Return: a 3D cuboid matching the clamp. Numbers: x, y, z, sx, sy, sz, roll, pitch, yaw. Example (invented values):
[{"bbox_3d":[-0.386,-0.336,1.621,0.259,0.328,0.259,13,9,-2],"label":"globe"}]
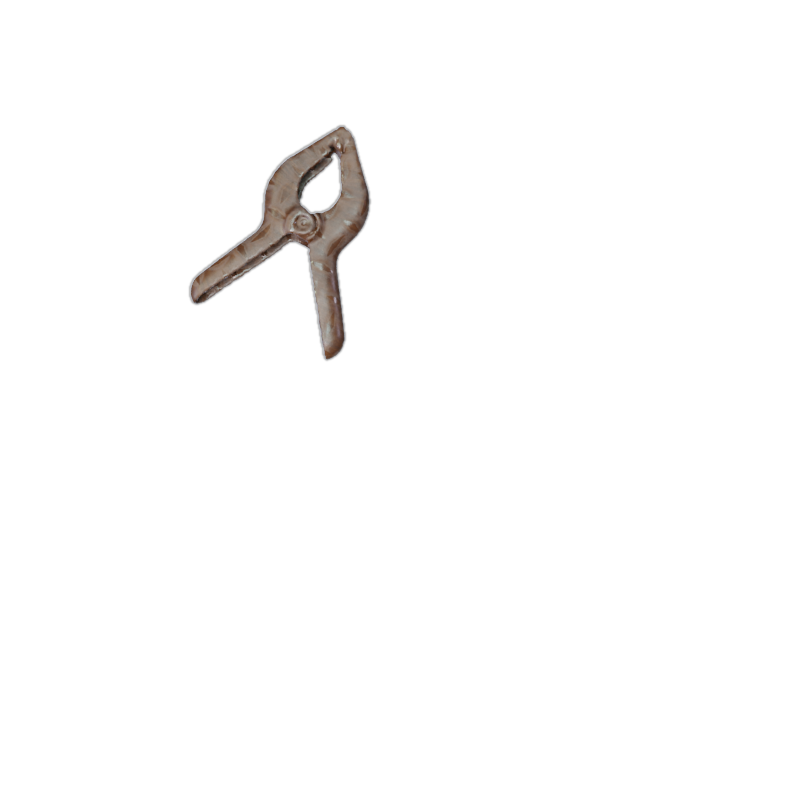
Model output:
[{"bbox_3d":[-0.065,-0.118,0.825,0.121,0.173,0.038,31,-7,4],"label":"clamp"}]
